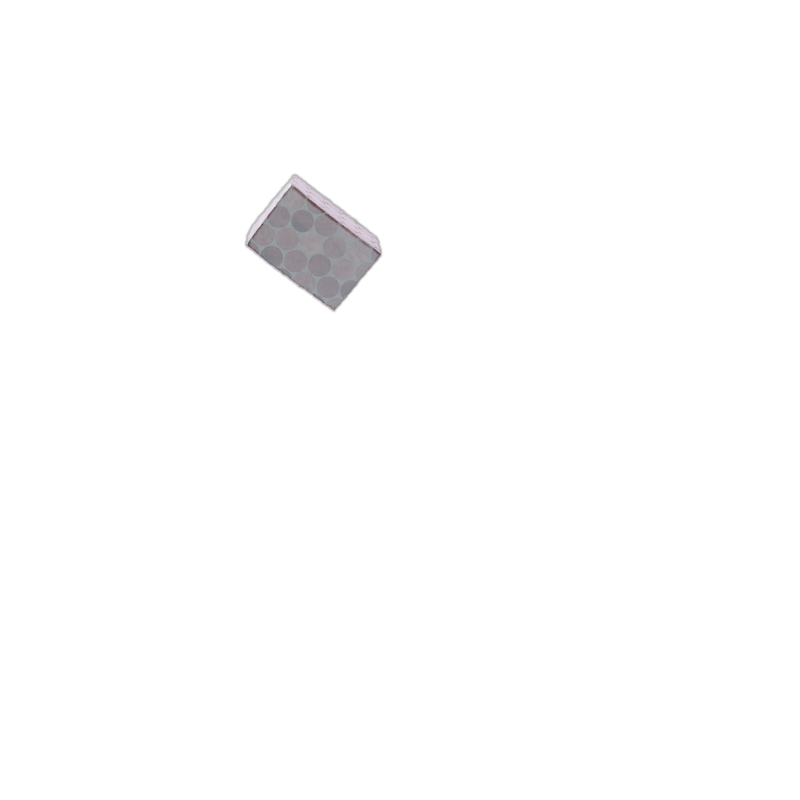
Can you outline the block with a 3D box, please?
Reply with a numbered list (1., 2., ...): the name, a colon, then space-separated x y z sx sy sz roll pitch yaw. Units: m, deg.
1. block: -0.059 -0.108 0.756 0.076 0.052 0.053 38 12 -11
